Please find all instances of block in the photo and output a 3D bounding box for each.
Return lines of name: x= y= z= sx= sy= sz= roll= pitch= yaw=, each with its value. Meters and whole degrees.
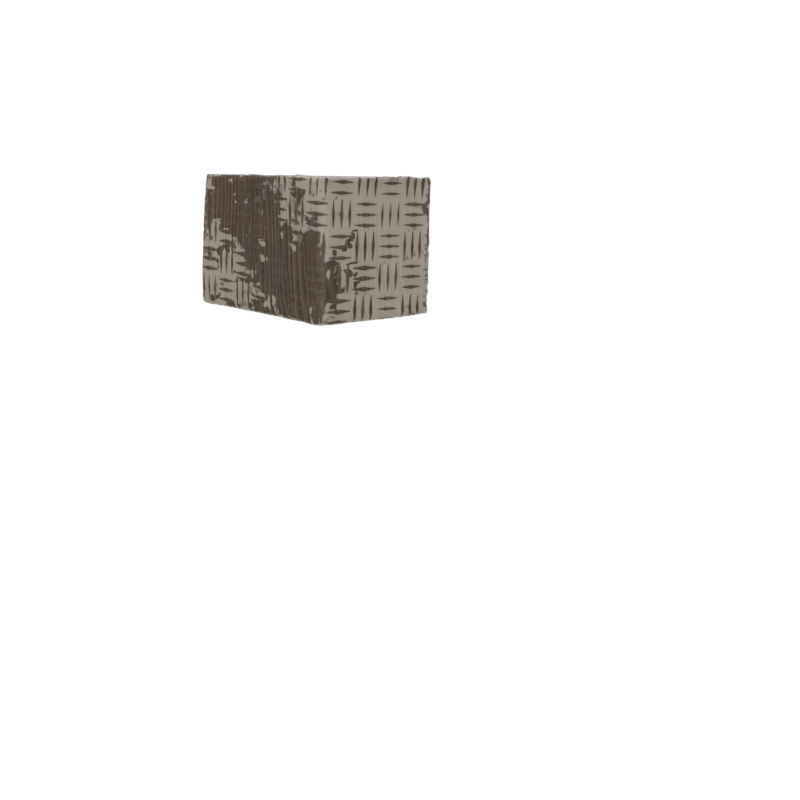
block: x=-0.033 y=-0.060 z=0.420 sx=0.051 sy=0.050 sz=0.082 roll=-7 pitch=12 yaw=-39
